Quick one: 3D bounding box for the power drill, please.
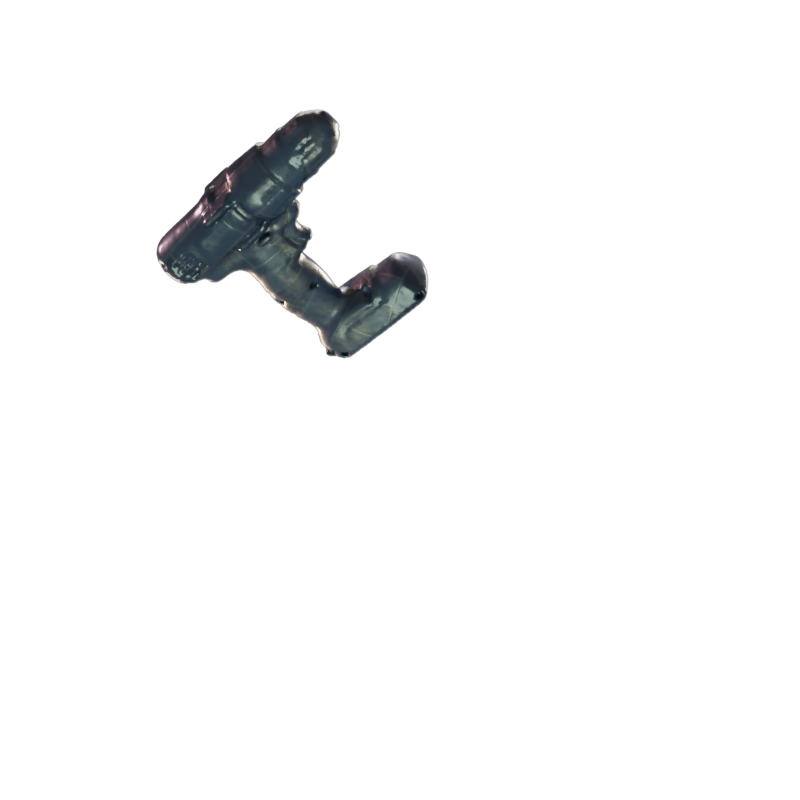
[{"bbox_3d":[-0.068,-0.123,0.863,0.177,0.062,0.182,35,-56,-29],"label":"power drill"}]
